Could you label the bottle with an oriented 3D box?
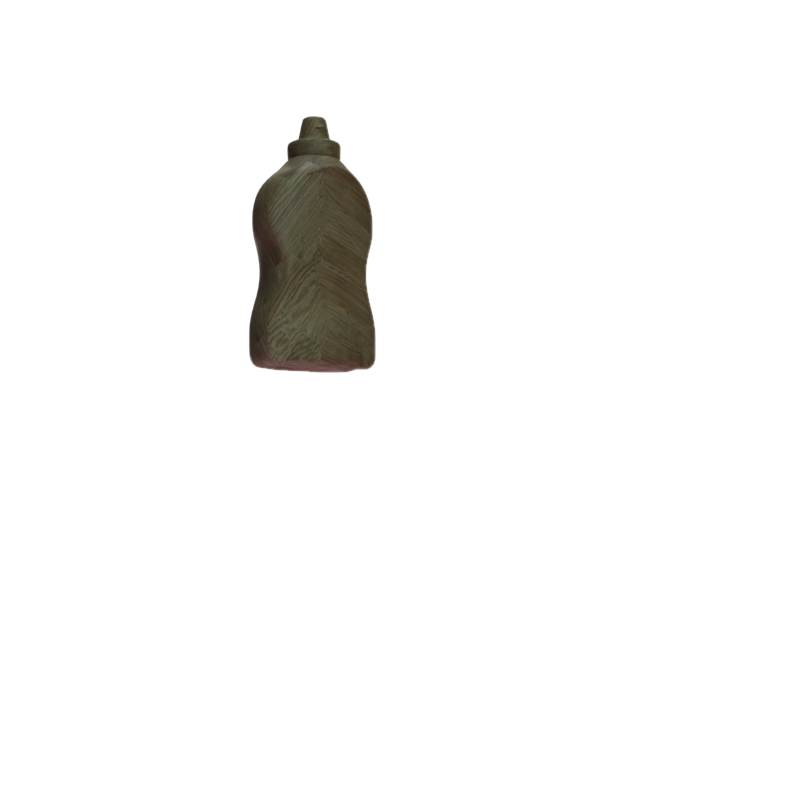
[{"bbox_3d":[-0.065,-0.119,0.833,0.092,0.197,0.059,5,-12,-32],"label":"bottle"}]
